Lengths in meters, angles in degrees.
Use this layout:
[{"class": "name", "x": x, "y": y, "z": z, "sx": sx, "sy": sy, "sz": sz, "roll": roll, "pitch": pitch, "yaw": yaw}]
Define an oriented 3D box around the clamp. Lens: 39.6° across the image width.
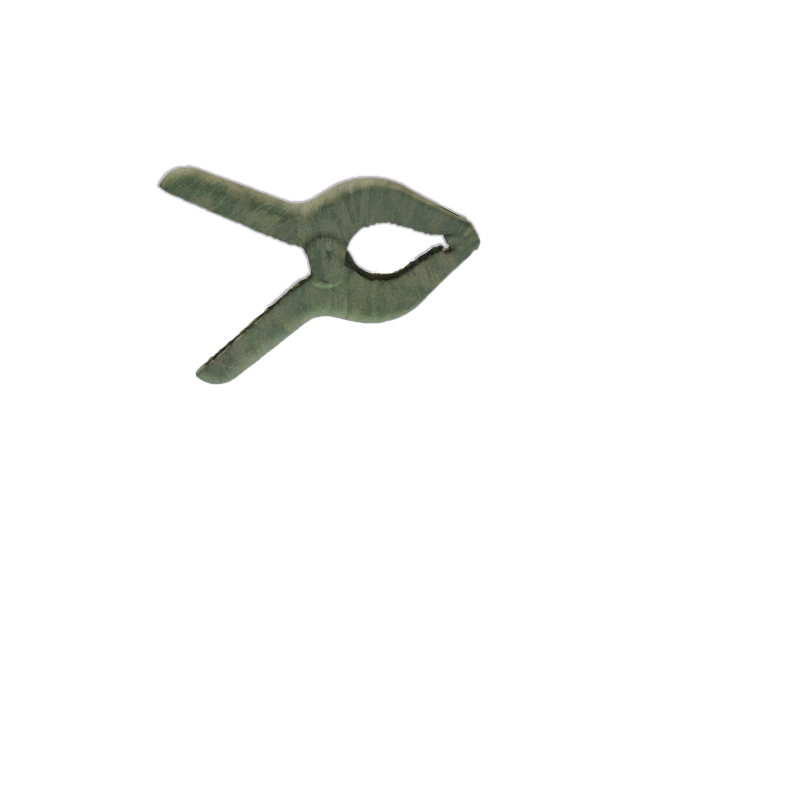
[{"class": "clamp", "x": -0.047, "y": -0.085, "z": 0.598, "sx": 0.172, "sy": 0.115, "sz": 0.041, "roll": -17, "pitch": 16, "yaw": 5}]
